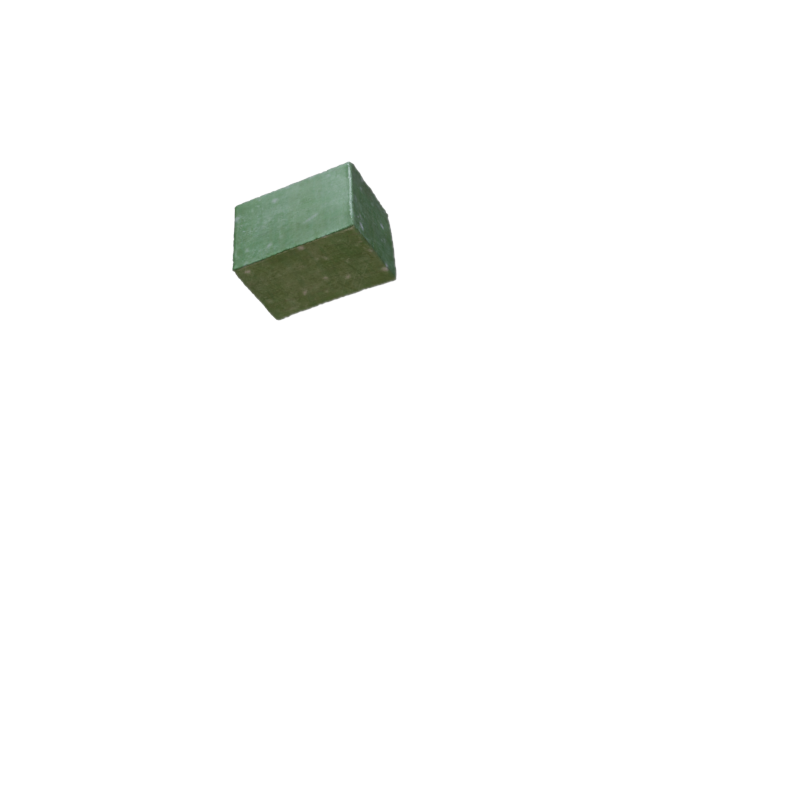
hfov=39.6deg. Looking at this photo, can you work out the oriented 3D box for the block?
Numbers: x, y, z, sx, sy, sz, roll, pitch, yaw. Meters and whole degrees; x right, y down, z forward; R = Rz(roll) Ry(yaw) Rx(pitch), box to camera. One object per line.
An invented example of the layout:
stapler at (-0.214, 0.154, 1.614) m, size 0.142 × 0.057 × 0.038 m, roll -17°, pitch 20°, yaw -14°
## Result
block at (-0.049, -0.089, 0.624) m, size 0.079 × 0.055 × 0.049 m, roll -17°, pitch -41°, yaw 20°
